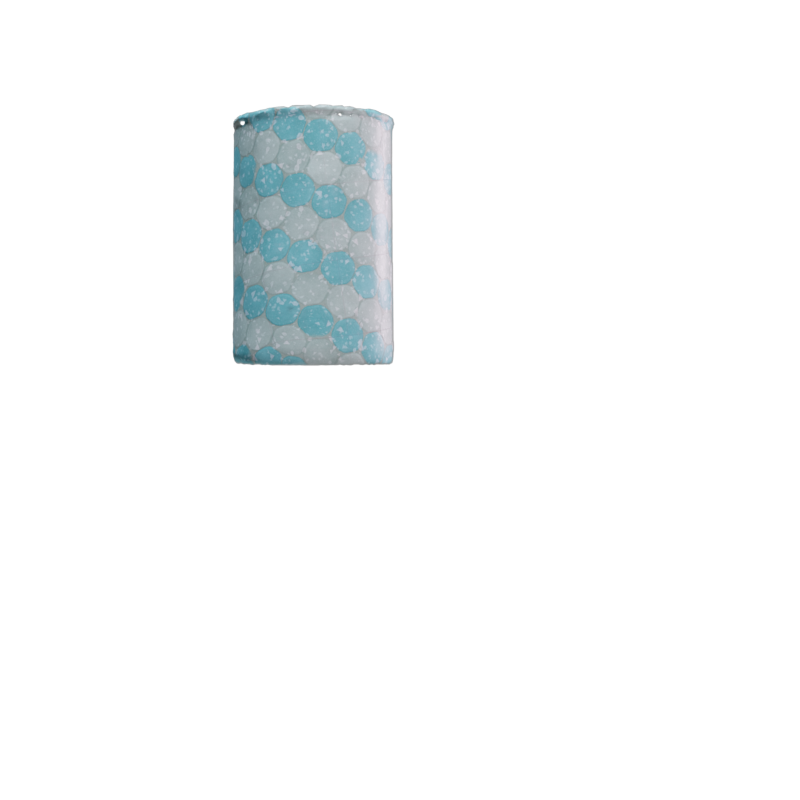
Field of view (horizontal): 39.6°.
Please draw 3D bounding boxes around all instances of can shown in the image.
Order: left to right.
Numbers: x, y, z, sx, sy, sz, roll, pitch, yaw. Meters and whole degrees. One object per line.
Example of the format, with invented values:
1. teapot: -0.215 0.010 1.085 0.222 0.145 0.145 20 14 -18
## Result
1. can: -0.036 -0.066 0.462 0.068 0.103 0.068 0 -3 -2
